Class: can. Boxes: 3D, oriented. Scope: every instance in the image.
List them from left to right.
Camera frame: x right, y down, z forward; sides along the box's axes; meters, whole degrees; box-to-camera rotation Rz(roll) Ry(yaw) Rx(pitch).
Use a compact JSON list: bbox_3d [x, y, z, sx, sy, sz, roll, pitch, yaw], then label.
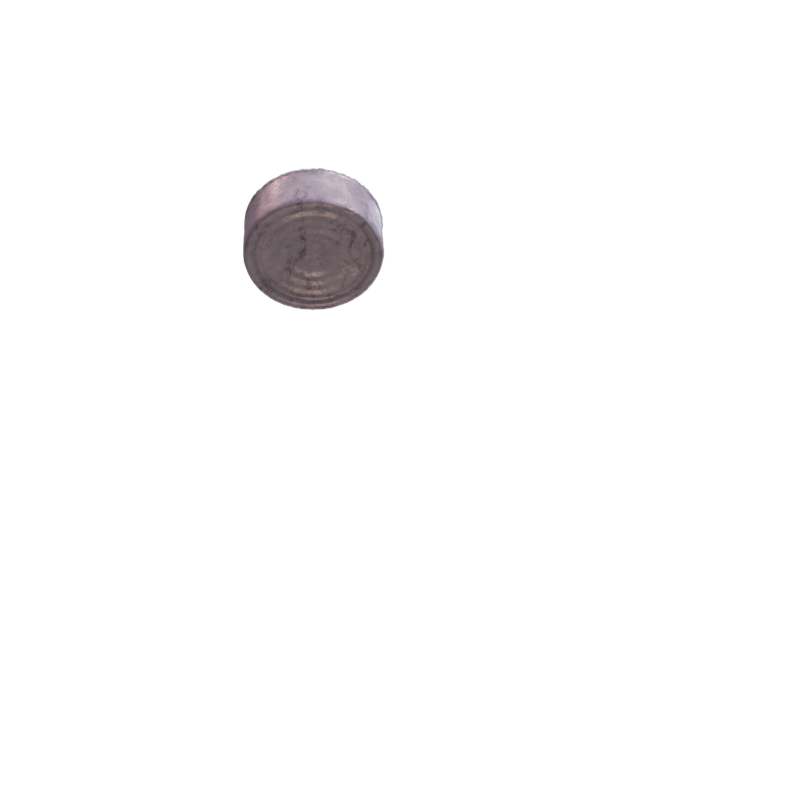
[{"bbox_3d":[-0.053,-0.096,0.672,0.086,0.080,0.036,1,41,-1],"label":"can"}]
